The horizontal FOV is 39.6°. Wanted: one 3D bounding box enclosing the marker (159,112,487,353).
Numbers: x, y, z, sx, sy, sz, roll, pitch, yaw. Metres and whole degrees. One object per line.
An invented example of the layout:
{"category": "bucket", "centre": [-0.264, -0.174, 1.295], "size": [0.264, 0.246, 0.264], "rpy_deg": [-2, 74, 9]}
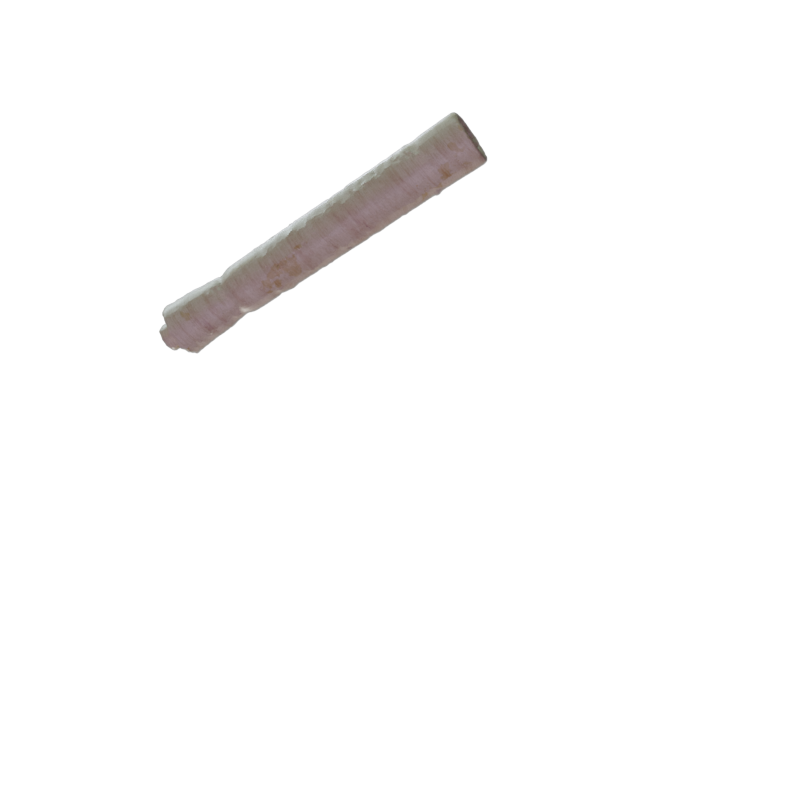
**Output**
{"category": "marker", "centre": [-0.028, -0.051, 0.355], "size": [0.120, 0.020, 0.019], "rpy_deg": [-32, -5, 15]}
